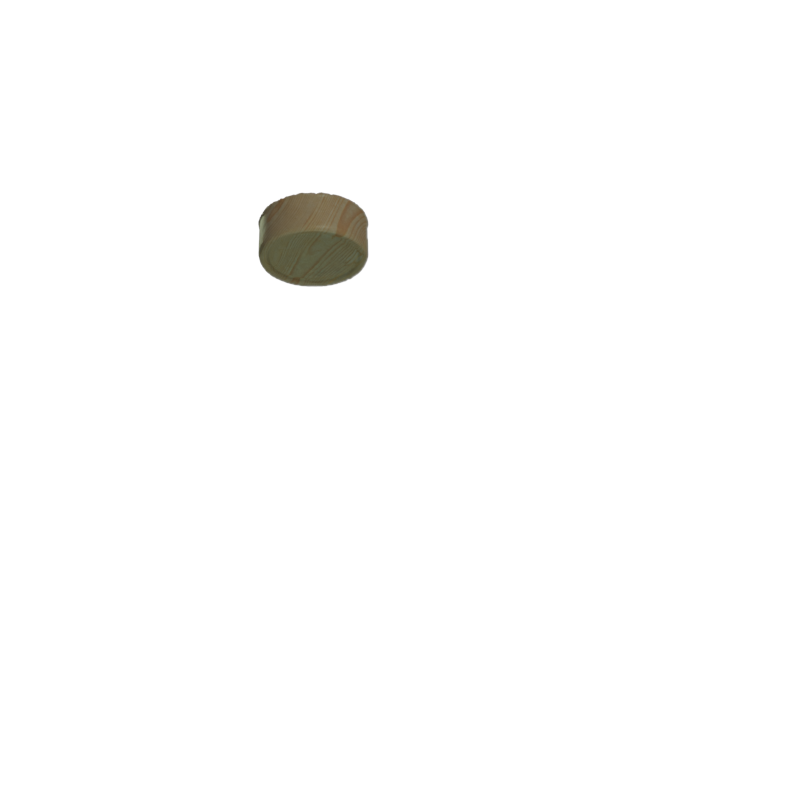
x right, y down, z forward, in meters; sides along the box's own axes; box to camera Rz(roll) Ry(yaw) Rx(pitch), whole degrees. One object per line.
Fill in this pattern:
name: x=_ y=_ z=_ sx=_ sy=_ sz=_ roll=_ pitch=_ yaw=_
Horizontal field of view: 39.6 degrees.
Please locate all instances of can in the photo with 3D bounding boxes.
can: x=-0.067 y=-0.122 z=0.857 sx=0.086 sy=0.036 sz=0.081 roll=1 pitch=-28 yaw=-2
